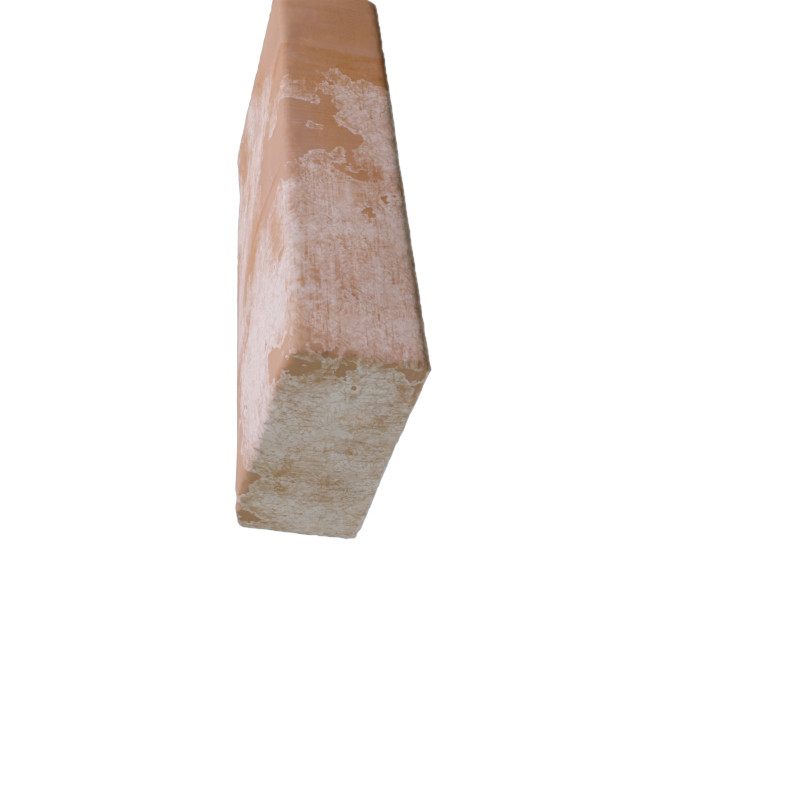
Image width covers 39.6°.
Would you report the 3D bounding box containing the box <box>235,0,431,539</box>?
[{"bbox_3d":[-0.029,-0.054,0.380,0.047,0.189,0.088,8,-42,-13],"label":"box"}]
